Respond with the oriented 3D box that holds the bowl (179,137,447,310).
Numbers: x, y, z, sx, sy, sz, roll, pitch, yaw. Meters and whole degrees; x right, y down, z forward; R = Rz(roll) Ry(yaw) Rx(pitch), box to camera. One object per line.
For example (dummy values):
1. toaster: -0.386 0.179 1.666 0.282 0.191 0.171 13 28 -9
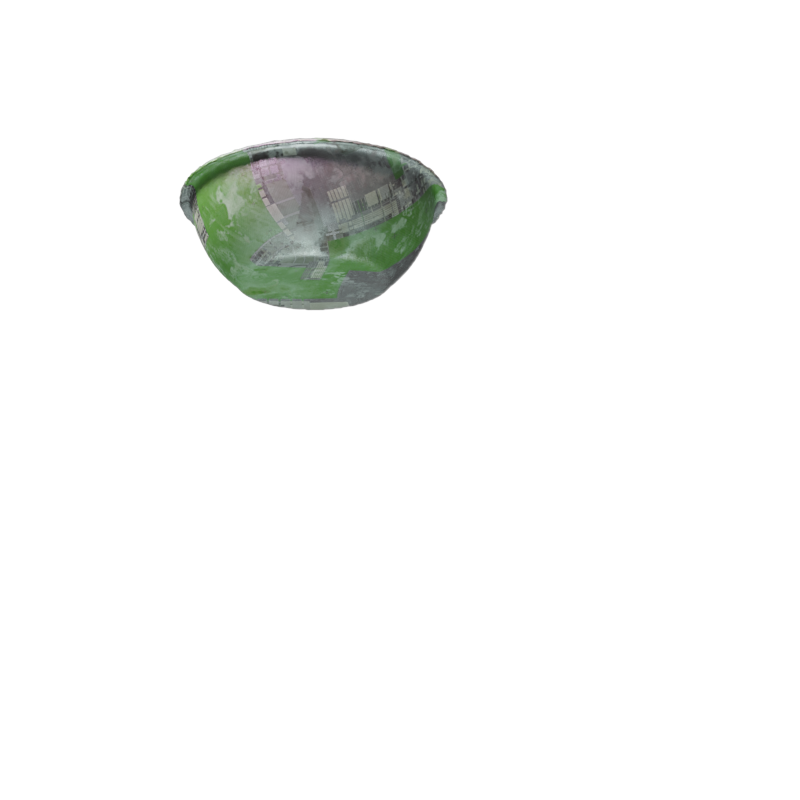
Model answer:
1. bowl: -0.052 -0.094 0.662 0.162 0.058 0.155 0 -17 -2
